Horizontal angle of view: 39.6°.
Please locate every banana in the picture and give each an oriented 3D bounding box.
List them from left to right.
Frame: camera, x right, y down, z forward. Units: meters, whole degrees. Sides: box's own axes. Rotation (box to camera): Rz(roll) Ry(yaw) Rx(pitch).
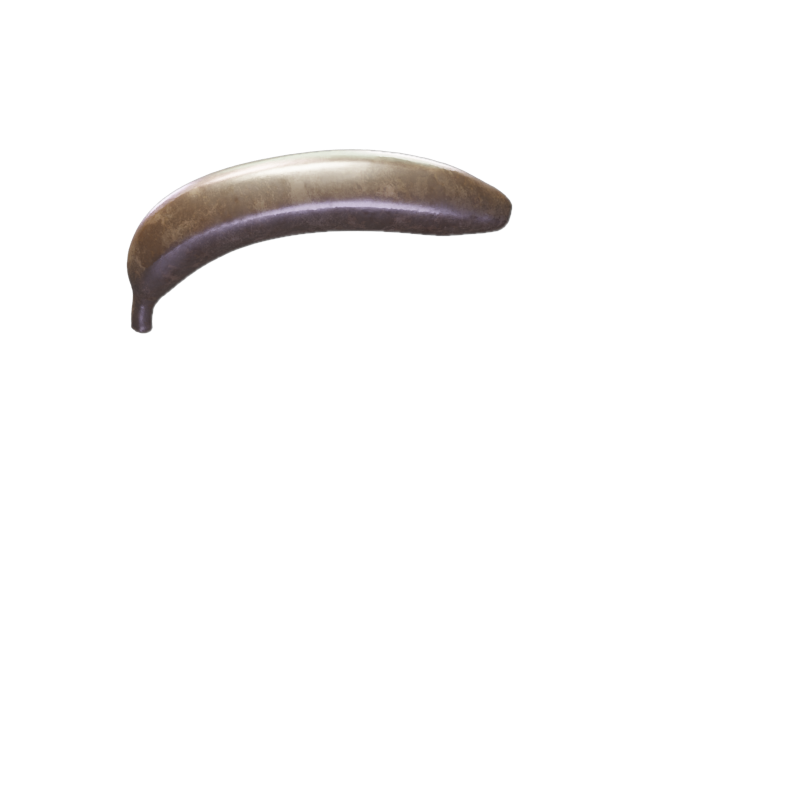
[{"bbox_3d":[-0.051,-0.085,0.519,0.200,0.039,0.064,-13,-40,16],"label":"banana"}]
